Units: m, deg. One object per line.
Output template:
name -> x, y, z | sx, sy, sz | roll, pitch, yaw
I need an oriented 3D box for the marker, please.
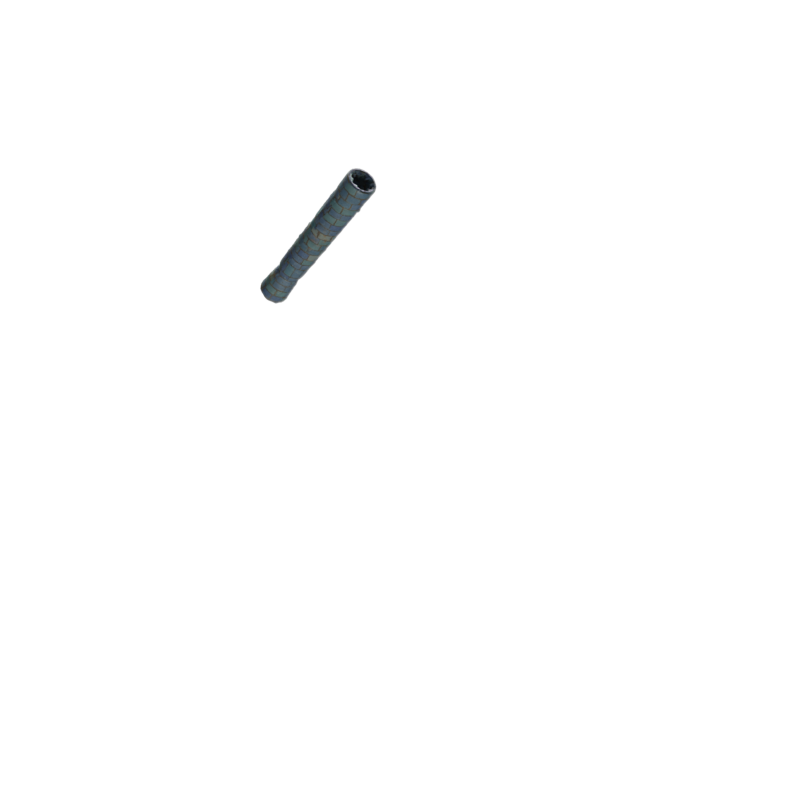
marker -> -0.052, -0.094, 0.661 | 0.019, 0.021, 0.118 | -2, -28, -37
